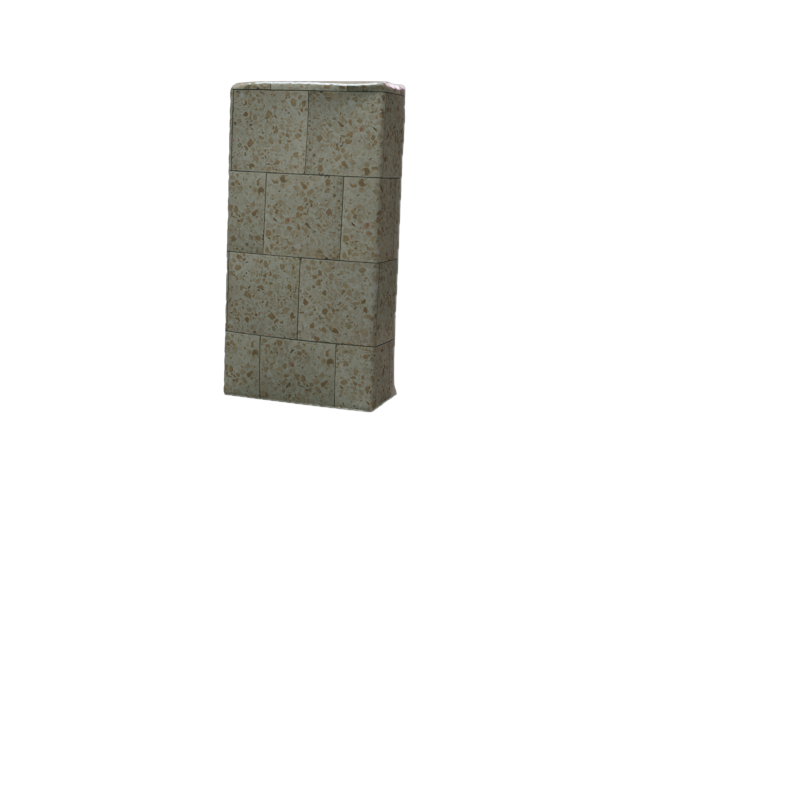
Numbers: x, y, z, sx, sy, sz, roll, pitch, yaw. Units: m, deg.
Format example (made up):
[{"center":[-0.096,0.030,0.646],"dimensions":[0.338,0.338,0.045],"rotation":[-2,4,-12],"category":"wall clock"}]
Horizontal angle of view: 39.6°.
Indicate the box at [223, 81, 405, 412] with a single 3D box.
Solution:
[{"center":[-0.048,-0.088,0.615],"dimensions":[0.096,0.173,0.047],"rotation":[4,8,21],"category":"box"}]
